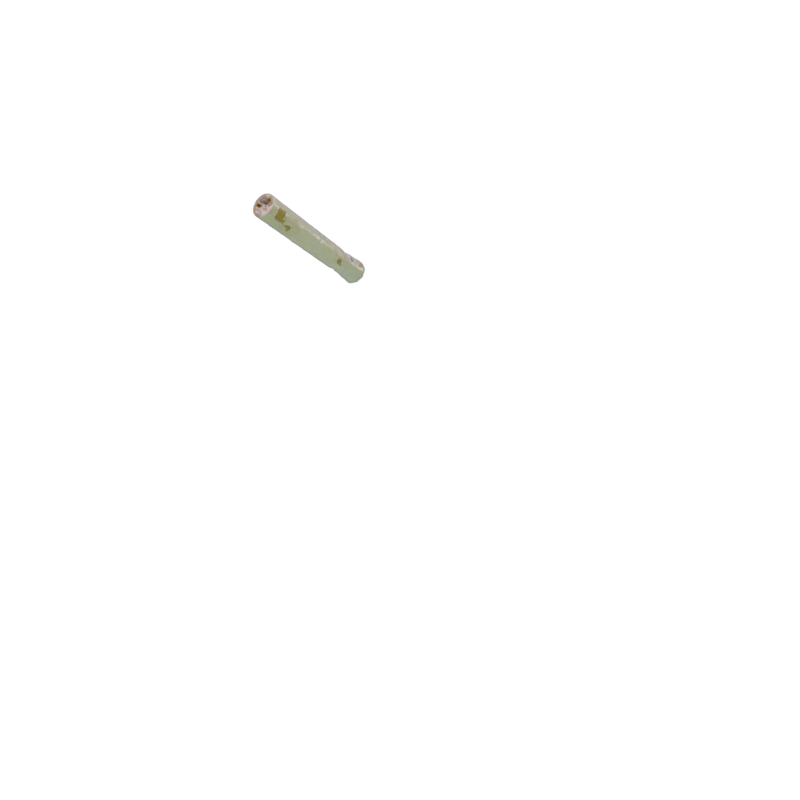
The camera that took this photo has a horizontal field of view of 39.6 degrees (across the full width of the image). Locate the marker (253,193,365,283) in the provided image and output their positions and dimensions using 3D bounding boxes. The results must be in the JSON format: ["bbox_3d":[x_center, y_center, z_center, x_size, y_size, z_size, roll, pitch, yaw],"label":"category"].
[{"bbox_3d":[-0.064,-0.117,0.817,0.021,0.020,0.112,3,-19,39],"label":"marker"}]
